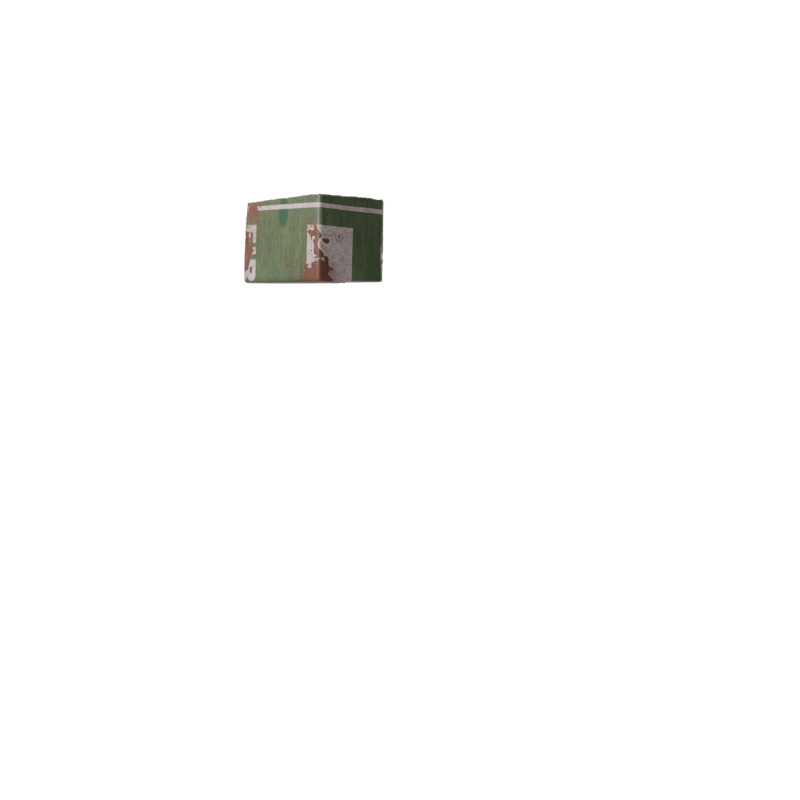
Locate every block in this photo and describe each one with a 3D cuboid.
[{"bbox_3d":[-0.054,-0.098,0.688,0.051,0.051,0.081,-1,2,-41],"label":"block"}]
